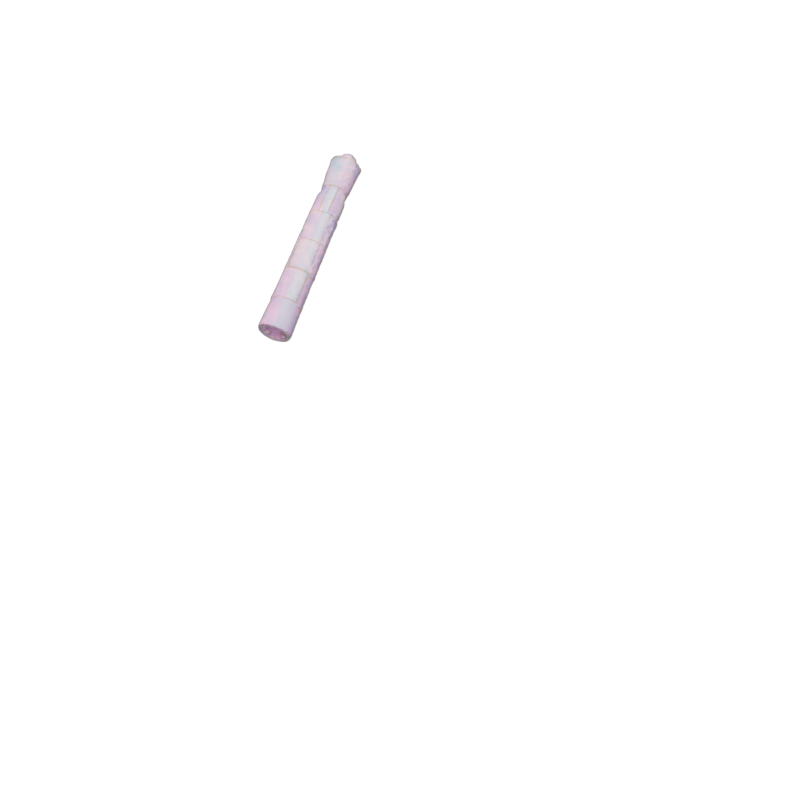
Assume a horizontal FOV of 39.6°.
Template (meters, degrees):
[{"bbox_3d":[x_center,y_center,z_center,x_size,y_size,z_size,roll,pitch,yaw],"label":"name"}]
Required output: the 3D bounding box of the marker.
[{"bbox_3d":[-0.048,-0.088,0.618,0.020,0.126,0.019,17,-27,6],"label":"marker"}]
